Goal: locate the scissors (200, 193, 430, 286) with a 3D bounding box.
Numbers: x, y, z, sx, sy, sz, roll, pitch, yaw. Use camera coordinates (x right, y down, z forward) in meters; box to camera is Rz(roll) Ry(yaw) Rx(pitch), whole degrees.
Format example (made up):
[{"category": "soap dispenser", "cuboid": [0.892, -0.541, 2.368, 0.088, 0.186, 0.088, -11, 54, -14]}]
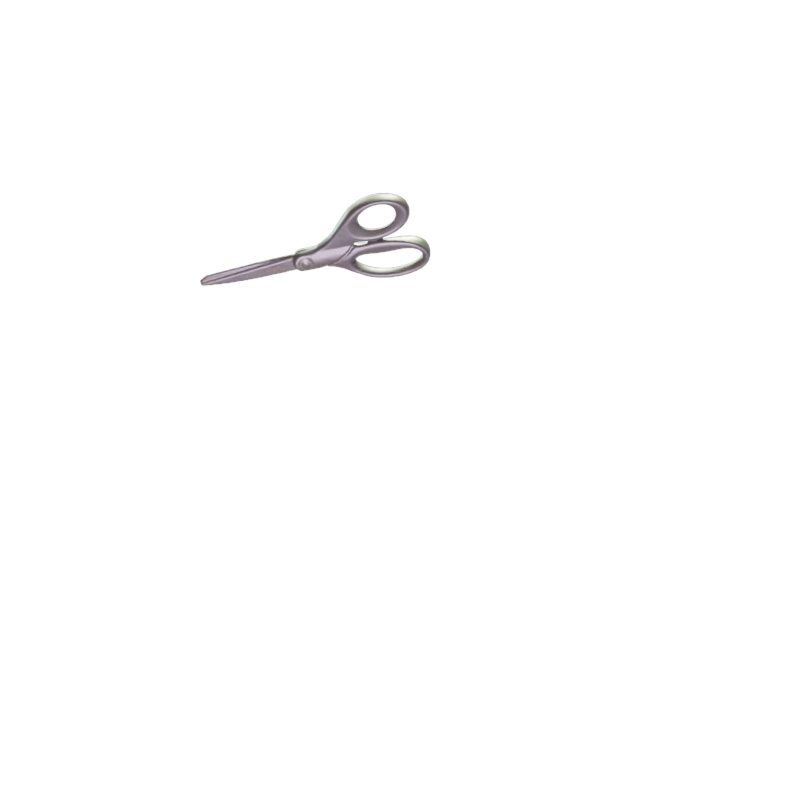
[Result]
[{"category": "scissors", "cuboid": [-0.074, -0.136, 0.951, 0.202, 0.090, 0.017, 0, 43, 0]}]
